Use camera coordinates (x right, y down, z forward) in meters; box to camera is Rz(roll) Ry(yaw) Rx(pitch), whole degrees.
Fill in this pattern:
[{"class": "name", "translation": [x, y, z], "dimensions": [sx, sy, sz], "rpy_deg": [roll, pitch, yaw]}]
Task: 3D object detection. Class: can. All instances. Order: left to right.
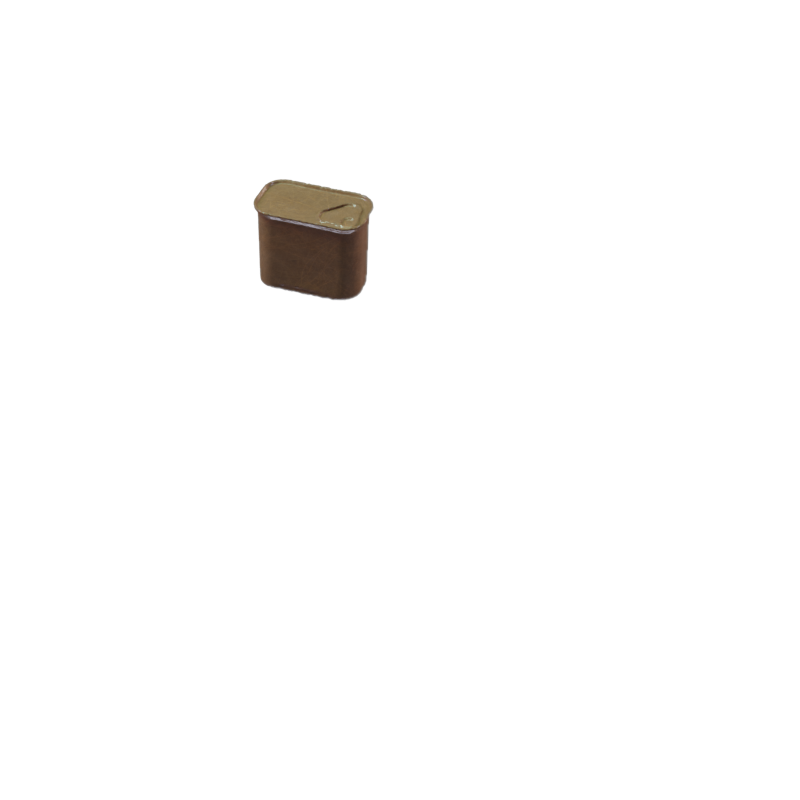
[{"class": "can", "translation": [-0.077, -0.141, 0.988], "dimensions": [0.105, 0.078, 0.060], "rpy_deg": [13, 41, 14]}]
